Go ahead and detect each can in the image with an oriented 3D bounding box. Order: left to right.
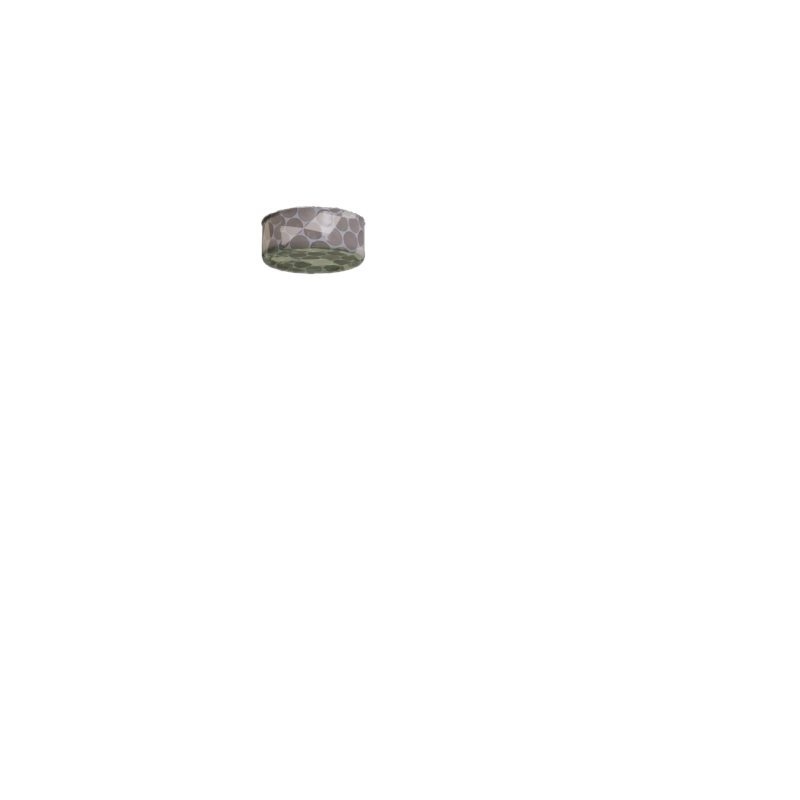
[{"bbox_3d":[-0.071,-0.129,0.907,0.086,0.035,0.083,0,-10,-2],"label":"can"}]
